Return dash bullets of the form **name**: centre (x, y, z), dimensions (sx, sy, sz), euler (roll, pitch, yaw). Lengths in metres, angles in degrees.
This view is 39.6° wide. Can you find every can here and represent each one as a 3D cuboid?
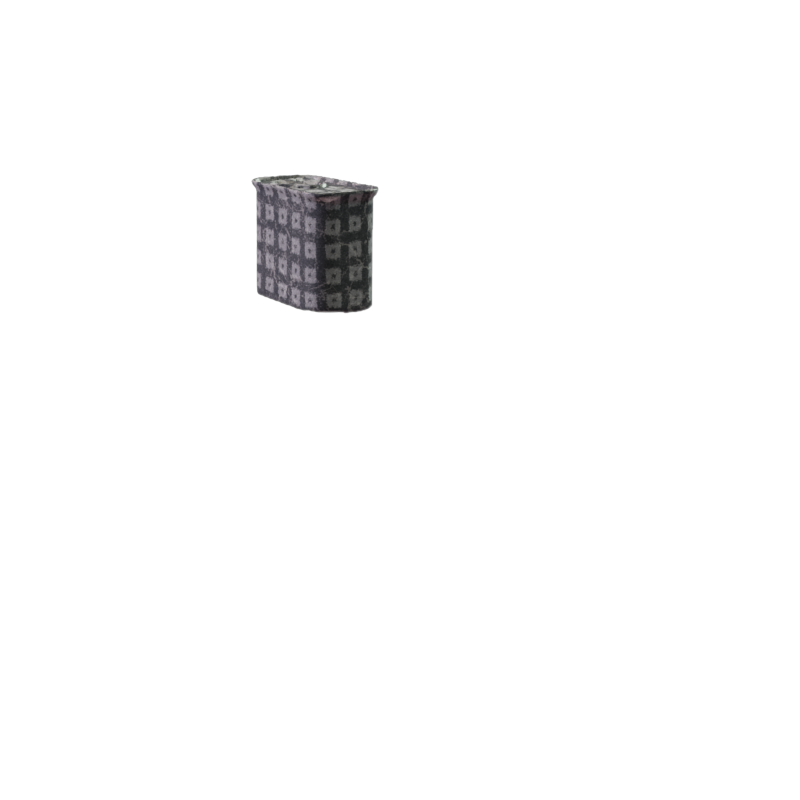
- **can**: centre (-0.061, -0.111, 0.780), dimensions (0.056, 0.081, 0.108), euler (-8, 18, -34)
